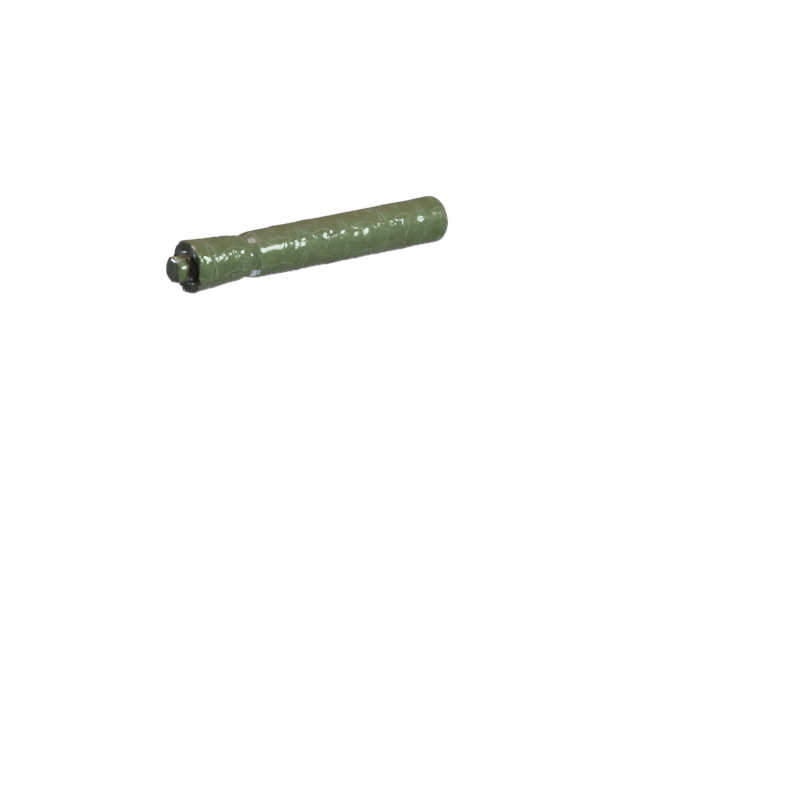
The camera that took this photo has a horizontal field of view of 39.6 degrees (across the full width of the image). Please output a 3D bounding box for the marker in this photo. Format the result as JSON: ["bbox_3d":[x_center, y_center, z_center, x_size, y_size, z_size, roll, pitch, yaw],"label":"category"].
[{"bbox_3d":[-0.032,-0.059,0.411,0.119,0.019,0.021,-17,14,-36],"label":"marker"}]
